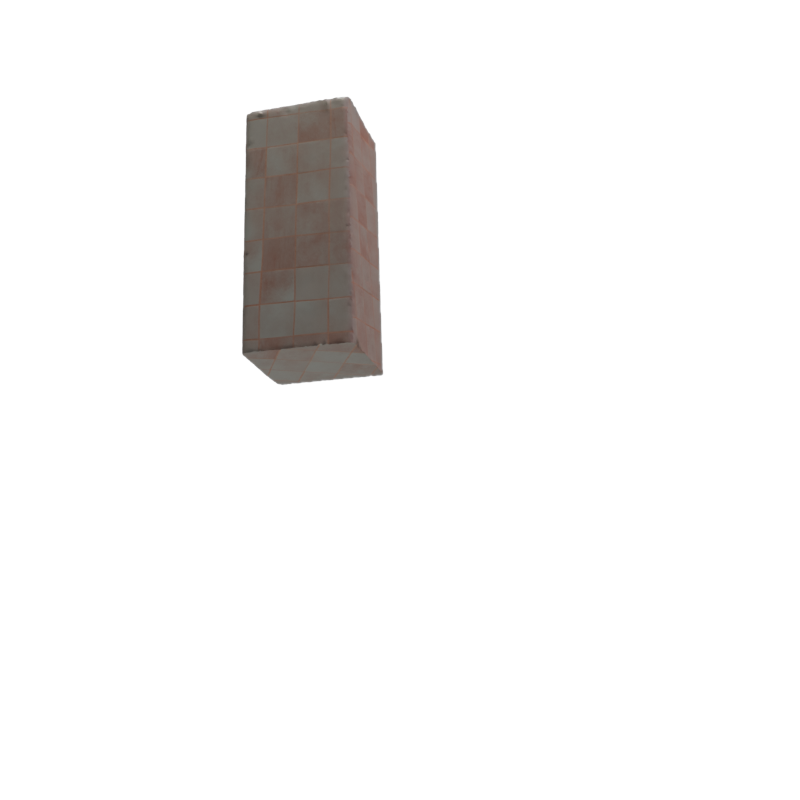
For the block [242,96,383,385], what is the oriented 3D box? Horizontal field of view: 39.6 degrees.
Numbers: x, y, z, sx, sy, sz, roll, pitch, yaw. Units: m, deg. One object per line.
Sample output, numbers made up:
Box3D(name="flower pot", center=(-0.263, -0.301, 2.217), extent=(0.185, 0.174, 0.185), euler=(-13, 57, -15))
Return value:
Box3D(name="block", center=(-0.070, -0.127, 0.890), extent=(0.092, 0.217, 0.084), euler=(-7, -22, 14))
